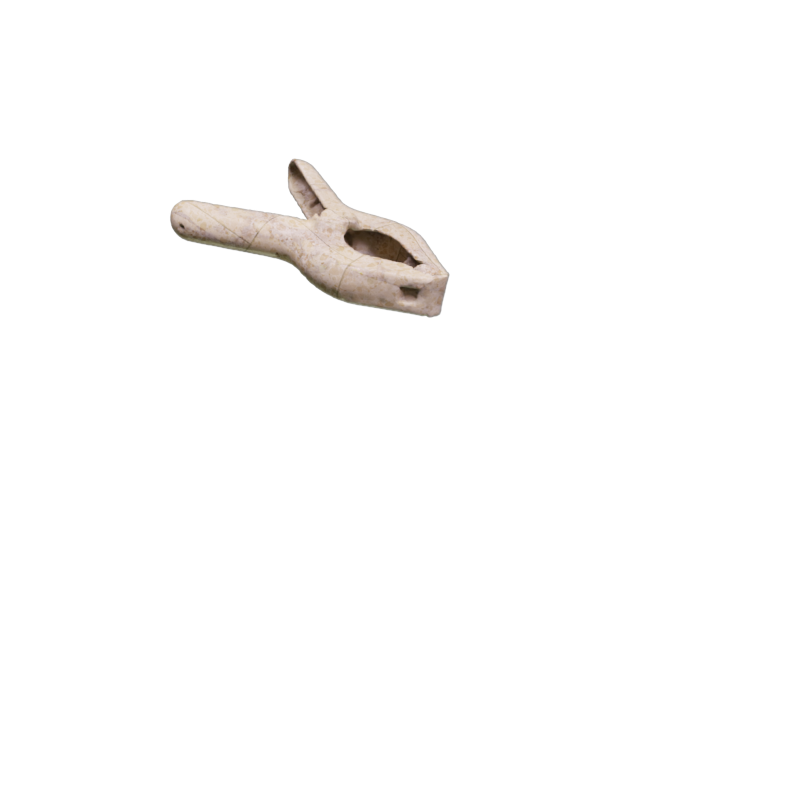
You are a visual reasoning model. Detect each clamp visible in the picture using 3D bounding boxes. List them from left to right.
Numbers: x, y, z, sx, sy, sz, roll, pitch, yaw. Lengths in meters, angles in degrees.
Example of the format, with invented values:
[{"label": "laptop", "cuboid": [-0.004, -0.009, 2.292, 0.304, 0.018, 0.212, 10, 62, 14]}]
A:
[{"label": "clamp", "cuboid": [-0.052, -0.095, 0.664, 0.119, 0.037, 0.184, -27, 44, -32]}]
